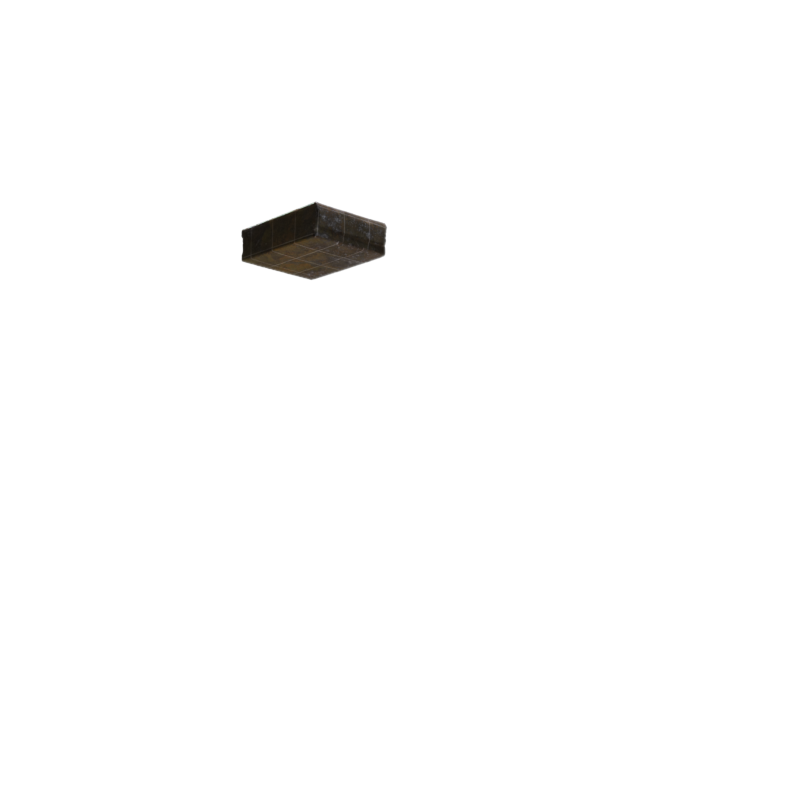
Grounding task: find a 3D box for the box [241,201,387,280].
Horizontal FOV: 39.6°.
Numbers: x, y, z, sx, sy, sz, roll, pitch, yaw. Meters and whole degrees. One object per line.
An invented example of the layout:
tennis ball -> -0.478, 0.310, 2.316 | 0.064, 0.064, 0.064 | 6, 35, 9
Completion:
box -> -0.066, -0.121, 0.846 | 0.069, 0.031, 0.091 | 11, -16, -42
